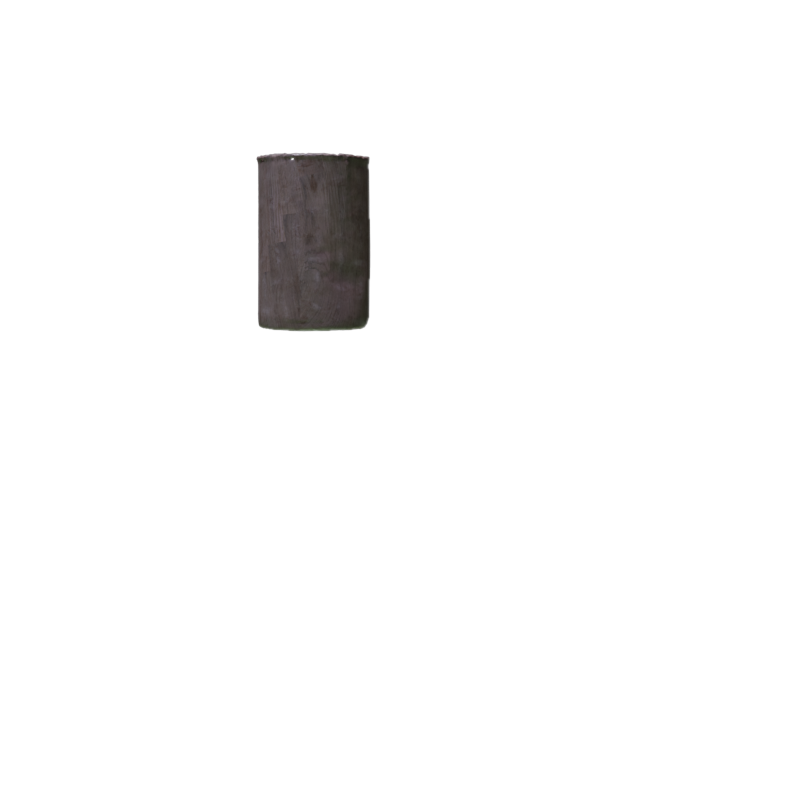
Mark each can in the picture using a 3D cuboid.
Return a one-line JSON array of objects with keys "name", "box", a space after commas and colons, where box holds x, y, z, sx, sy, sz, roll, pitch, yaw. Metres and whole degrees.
[{"name": "can", "box": [-0.052, -0.095, 0.664, 0.068, 0.102, 0.069, 0, 3, -2]}]
